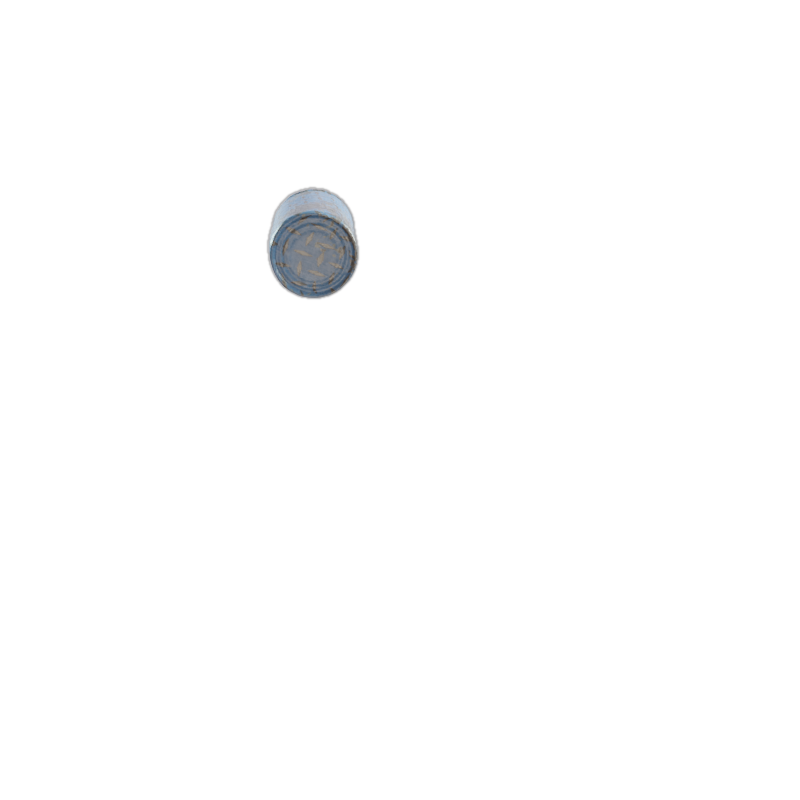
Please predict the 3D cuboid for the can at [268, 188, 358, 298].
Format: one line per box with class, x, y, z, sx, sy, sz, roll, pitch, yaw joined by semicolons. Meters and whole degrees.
can;-0.067;-0.123;0.862;0.068;0.066;0.106;0;17;-3
